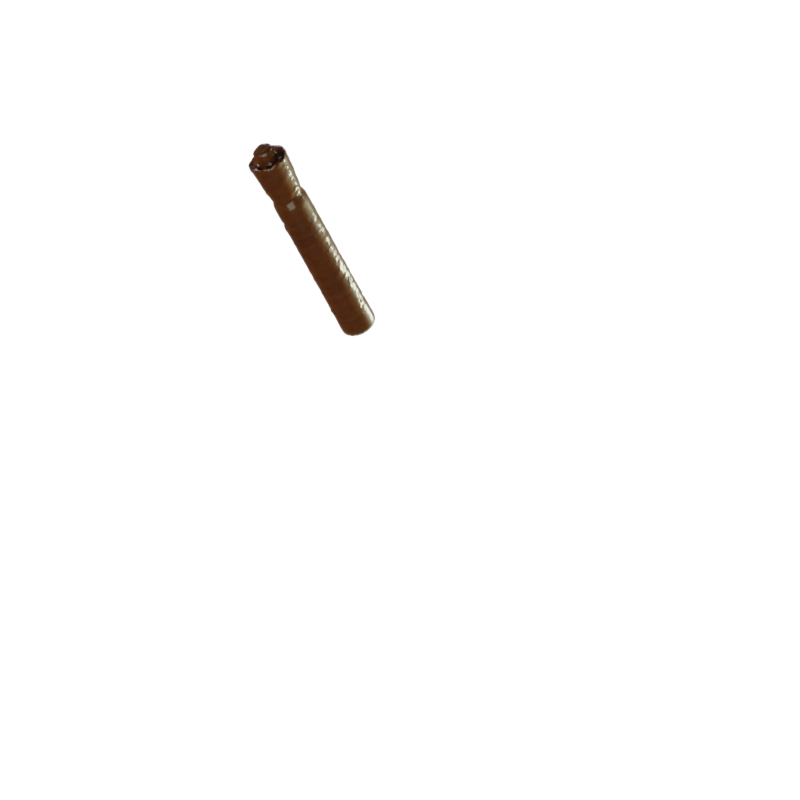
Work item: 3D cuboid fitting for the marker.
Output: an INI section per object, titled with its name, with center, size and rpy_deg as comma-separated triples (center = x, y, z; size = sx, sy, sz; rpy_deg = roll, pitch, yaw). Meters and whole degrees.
[marker]
center = -0.043, -0.078, 0.545
size = 0.020, 0.021, 0.112
rpy_deg = -17, -49, 14
